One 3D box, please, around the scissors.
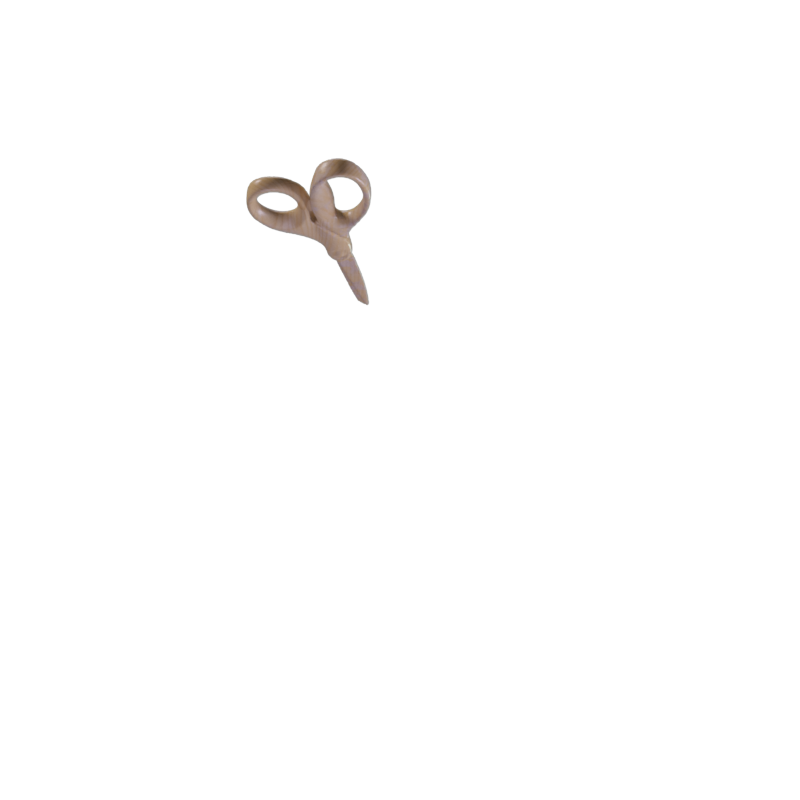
[{"bbox_3d":[-0.065,-0.118,0.824,0.096,0.017,0.191,2,-24,-4],"label":"scissors"}]
